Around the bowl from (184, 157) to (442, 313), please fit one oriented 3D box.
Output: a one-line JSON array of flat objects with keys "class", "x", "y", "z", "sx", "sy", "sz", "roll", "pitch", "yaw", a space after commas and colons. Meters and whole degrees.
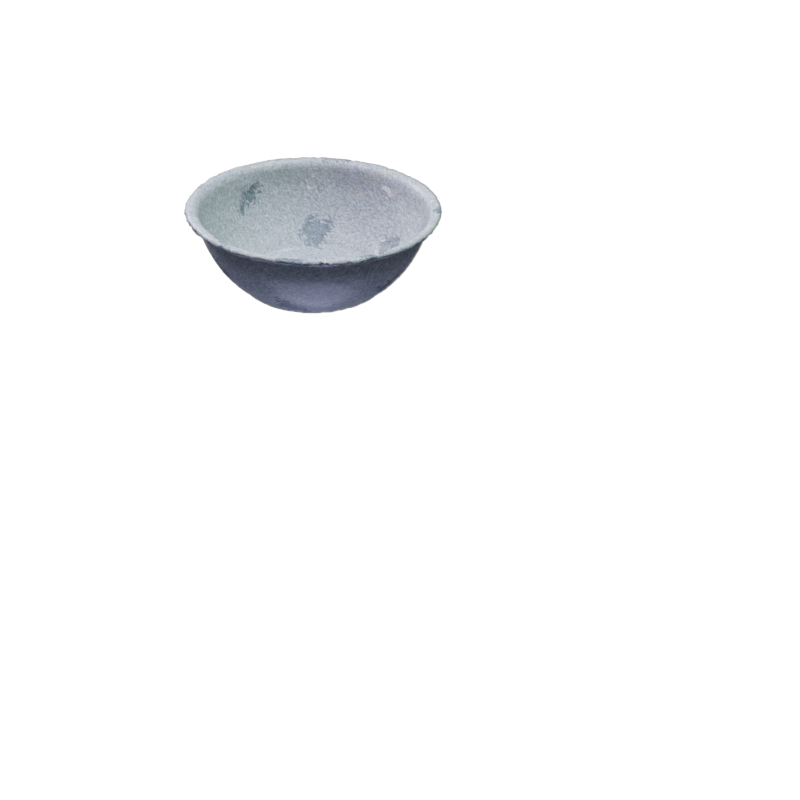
[{"class": "bowl", "x": -0.056, "y": -0.101, "z": 0.709, "sx": 0.162, "sy": 0.052, "sz": 0.172, "roll": -1, "pitch": 32, "yaw": -2}]
